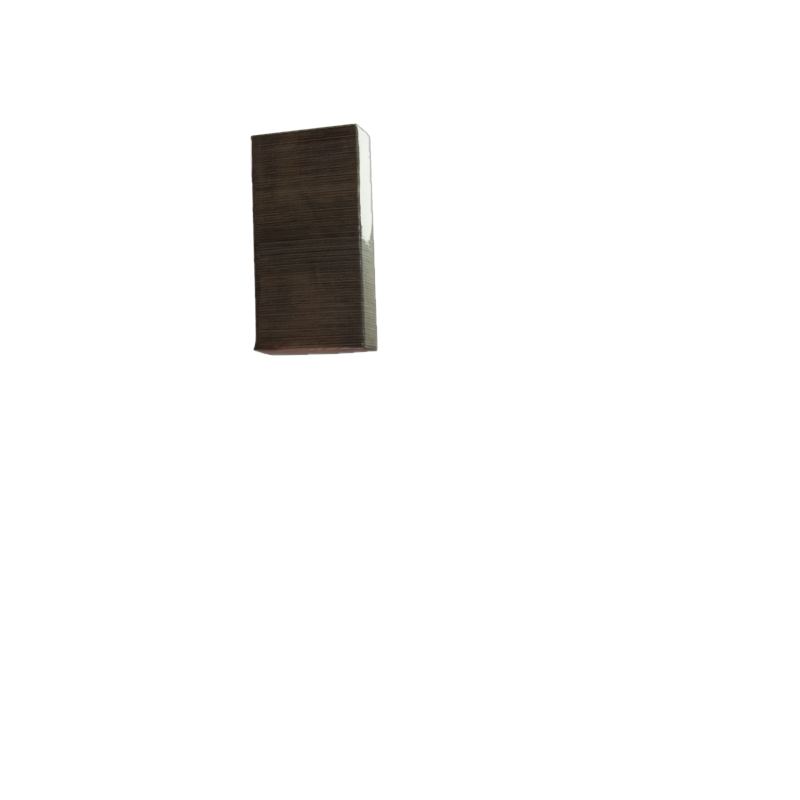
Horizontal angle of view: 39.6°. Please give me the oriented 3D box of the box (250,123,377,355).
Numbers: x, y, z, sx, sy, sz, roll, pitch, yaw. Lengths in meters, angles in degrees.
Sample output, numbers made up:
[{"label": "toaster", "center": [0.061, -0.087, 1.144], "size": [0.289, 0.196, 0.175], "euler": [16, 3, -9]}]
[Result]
[{"label": "box", "center": [-0.069, -0.125, 0.879], "size": [0.095, 0.181, 0.046], "euler": [-3, -10, 18]}]
